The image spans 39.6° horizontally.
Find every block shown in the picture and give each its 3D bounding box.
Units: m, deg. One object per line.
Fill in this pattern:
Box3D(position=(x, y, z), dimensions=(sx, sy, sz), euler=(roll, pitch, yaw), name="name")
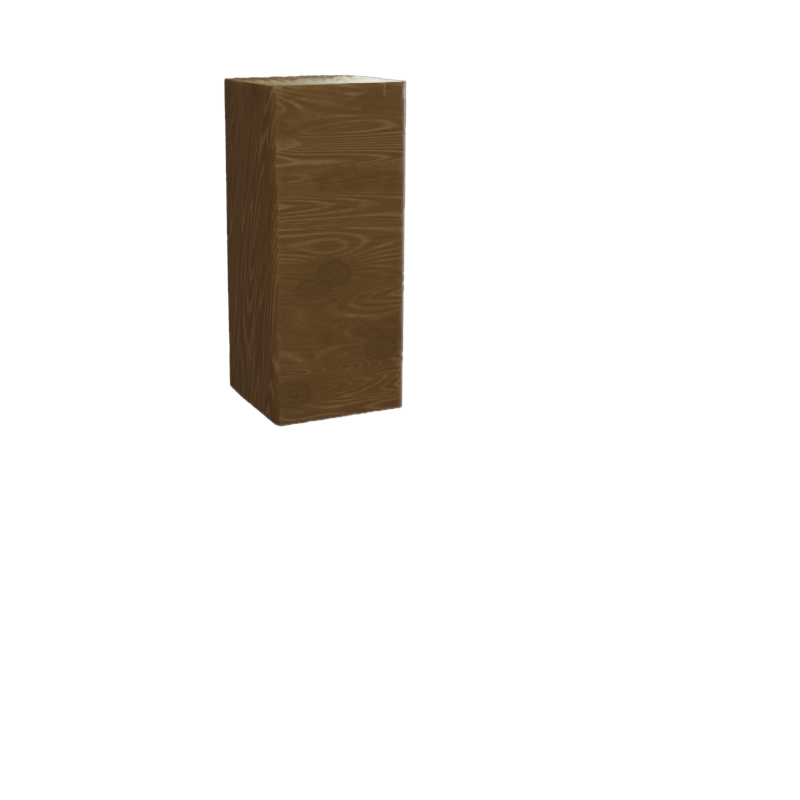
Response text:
Box3D(position=(-0.055, -0.101, 0.706), dimensions=(0.088, 0.200, 0.095), euler=(-5, 14, -25), name="block")
